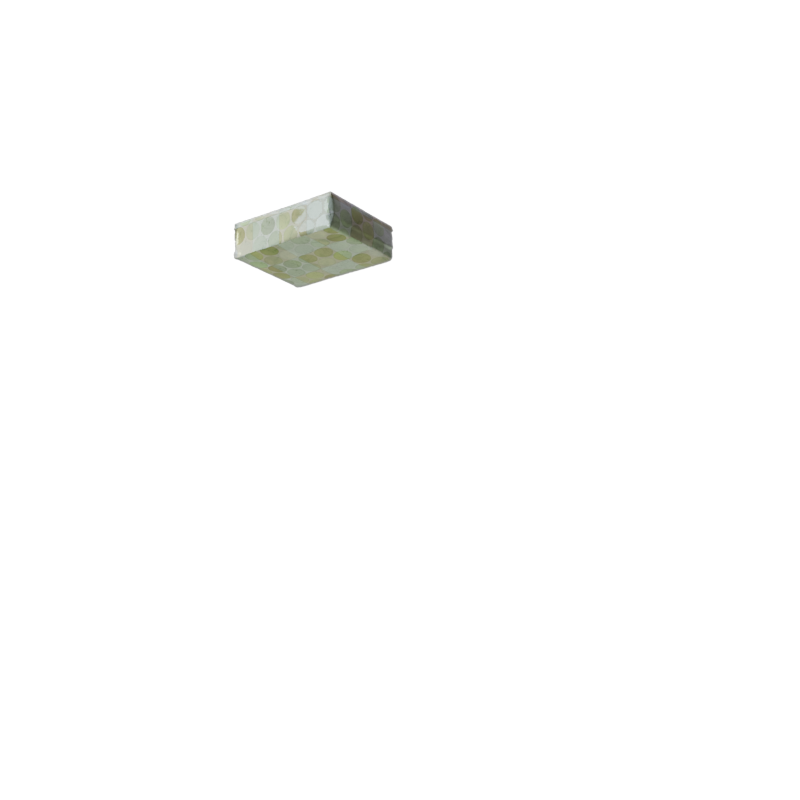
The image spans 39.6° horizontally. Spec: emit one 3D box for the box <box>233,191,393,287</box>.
[{"bbox_3d":[-0.076,-0.139,0.977,0.115,0.041,0.084,-14,-24,34],"label":"box"}]
